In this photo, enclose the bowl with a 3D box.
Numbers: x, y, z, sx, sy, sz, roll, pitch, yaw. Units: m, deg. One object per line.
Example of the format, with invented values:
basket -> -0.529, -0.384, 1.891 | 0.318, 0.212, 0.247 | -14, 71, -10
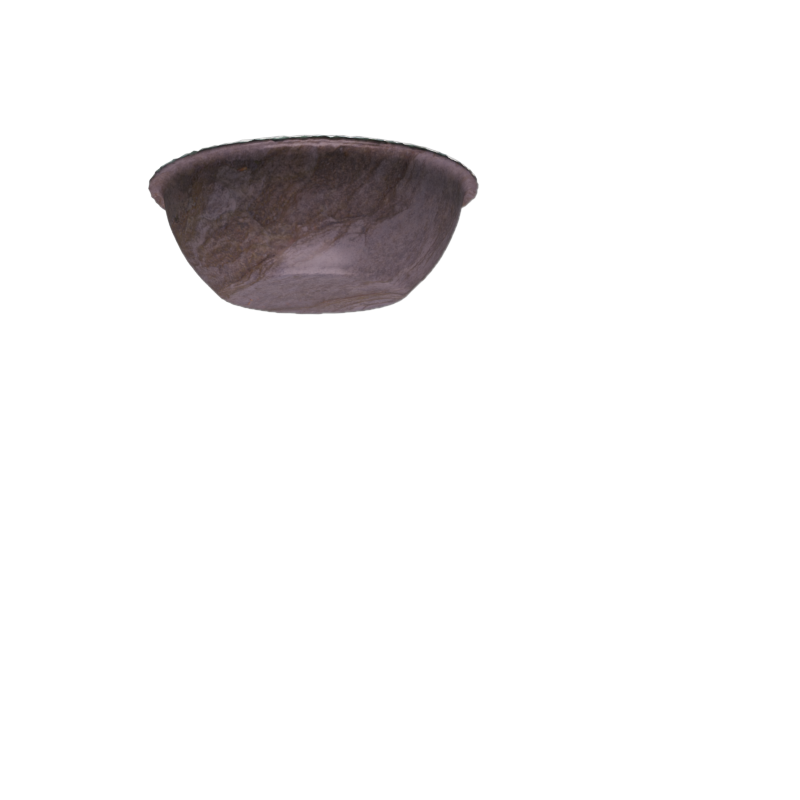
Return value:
bowl -> -0.042, -0.077, 0.541 | 0.162, 0.057, 0.158 | 0, -8, -2
